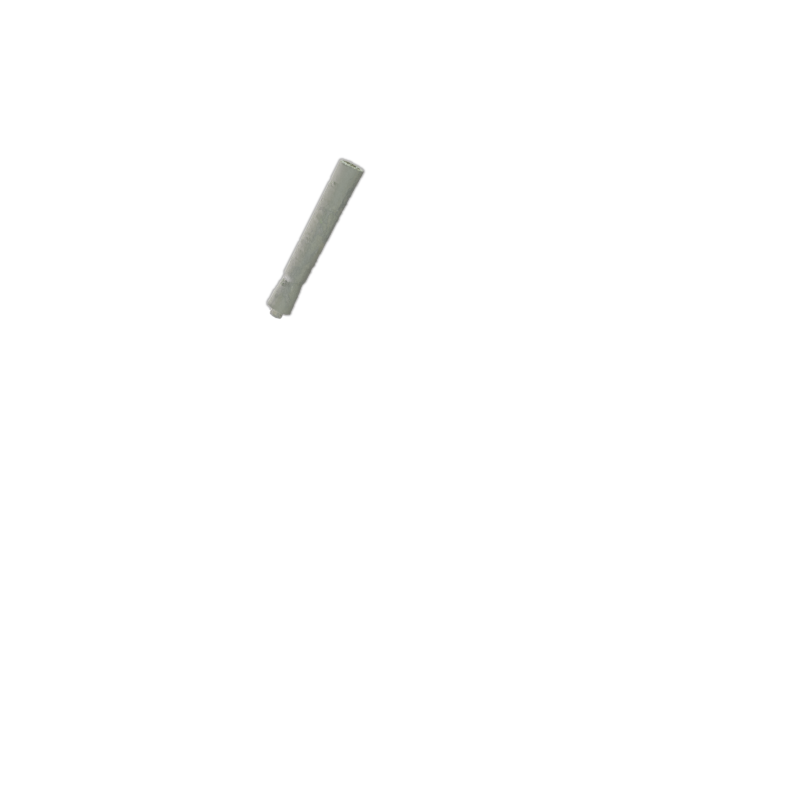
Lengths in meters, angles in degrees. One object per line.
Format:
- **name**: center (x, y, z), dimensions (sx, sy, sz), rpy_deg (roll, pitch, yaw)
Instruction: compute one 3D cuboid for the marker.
- **marker**: center (-0.061, -0.110, 0.773), dimensions (0.019, 0.119, 0.020), rpy_deg (26, 13, -10)
